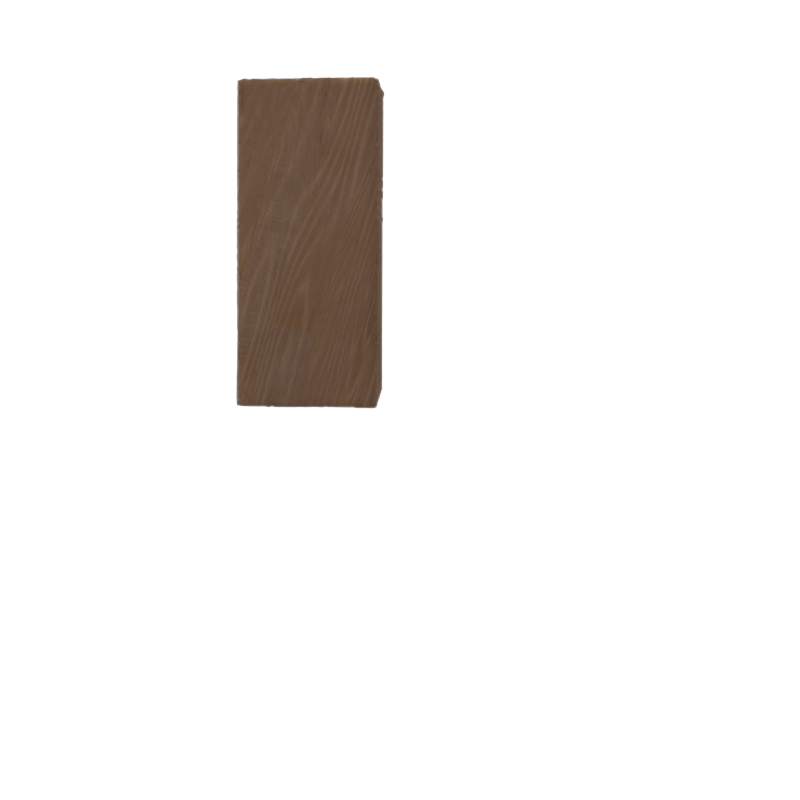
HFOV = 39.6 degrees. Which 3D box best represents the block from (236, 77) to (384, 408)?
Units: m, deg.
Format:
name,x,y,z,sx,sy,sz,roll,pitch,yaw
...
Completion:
name,x,y,z,sx,sy,sz,roll,pitch,yaw
block,-0.057,-0.105,0.733,0.091,0.206,0.090,0,2,4
